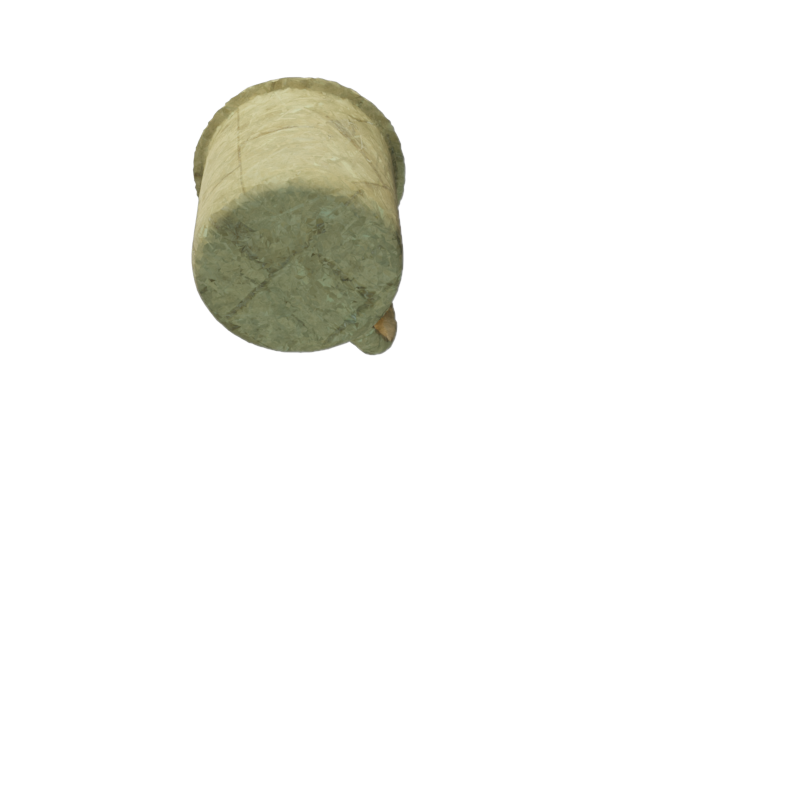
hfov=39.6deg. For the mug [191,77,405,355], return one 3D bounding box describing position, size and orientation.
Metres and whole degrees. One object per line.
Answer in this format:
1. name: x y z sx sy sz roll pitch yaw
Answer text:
1. mug: -0.036 -0.065 0.457 0.093 0.109 0.087 -25 31 15
